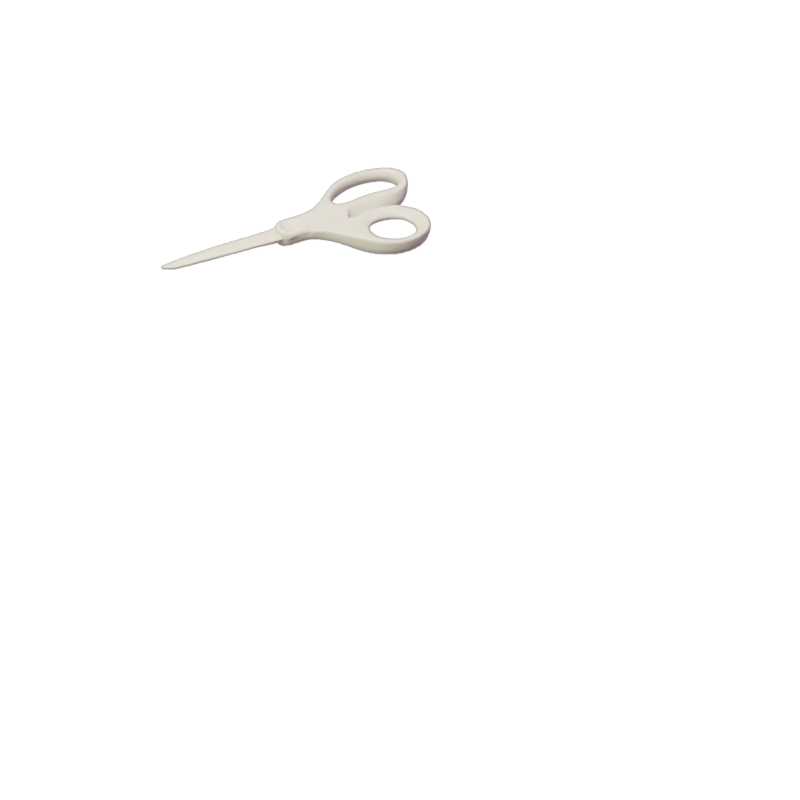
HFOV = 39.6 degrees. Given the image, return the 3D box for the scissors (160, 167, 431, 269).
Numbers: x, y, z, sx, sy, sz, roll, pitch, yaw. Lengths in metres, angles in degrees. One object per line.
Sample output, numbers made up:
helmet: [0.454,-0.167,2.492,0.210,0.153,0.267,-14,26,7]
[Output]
scissors: [-0.063,-0.114,0.800,0.202,0.015,0.103,-33,54,-28]
